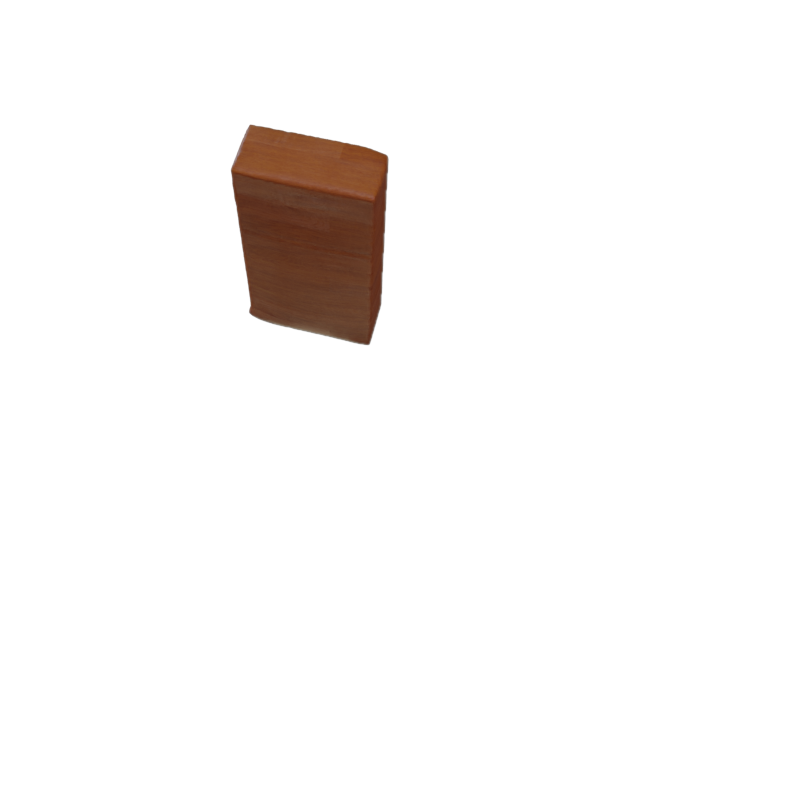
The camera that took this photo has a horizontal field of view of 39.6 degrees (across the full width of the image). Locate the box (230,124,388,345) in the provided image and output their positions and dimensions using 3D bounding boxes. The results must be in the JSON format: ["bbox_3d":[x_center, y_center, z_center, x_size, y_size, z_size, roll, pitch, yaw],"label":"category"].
[{"bbox_3d":[-0.058,-0.106,0.741,0.095,0.050,0.165,15,-31,6],"label":"box"}]
